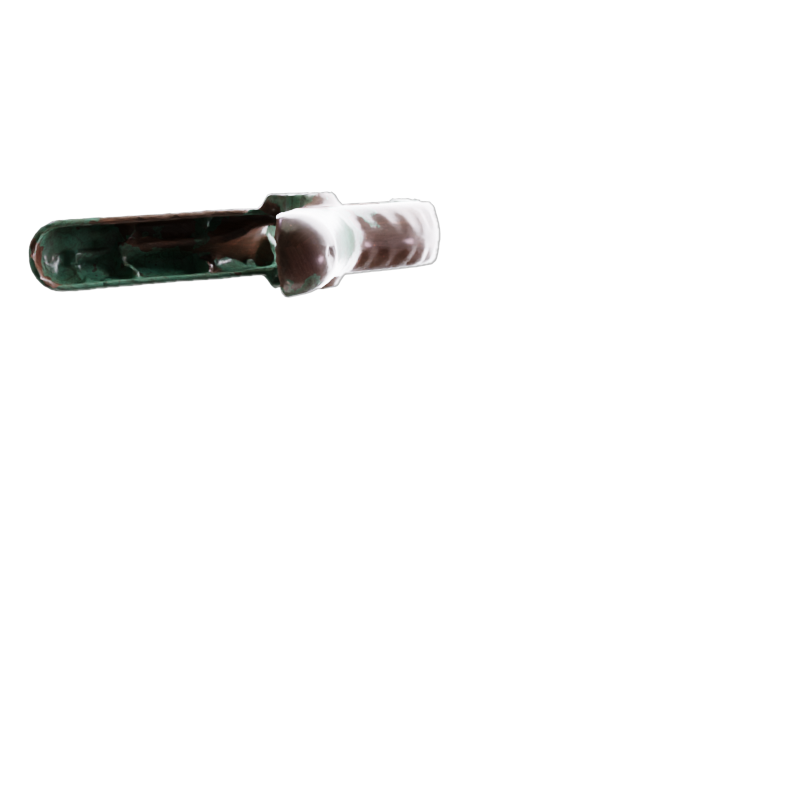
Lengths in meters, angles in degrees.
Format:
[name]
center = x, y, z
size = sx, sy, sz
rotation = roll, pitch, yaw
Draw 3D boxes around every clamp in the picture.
[clamp]
center = -0.031, -0.057, 0.401
size = 0.126, 0.038, 0.167
rotation = 14, 21, 40
